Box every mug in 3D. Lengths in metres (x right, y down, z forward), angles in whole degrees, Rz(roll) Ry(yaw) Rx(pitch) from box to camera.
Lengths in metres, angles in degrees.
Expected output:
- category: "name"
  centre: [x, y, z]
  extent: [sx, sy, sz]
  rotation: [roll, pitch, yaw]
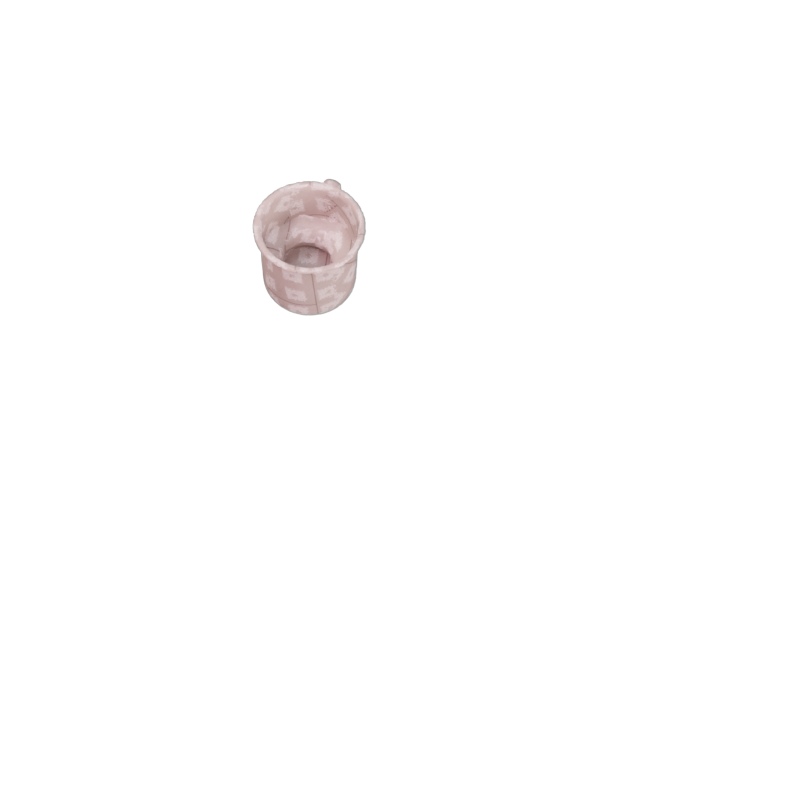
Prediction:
- category: "mug"
  centre: [-0.074, -0.135, 0.946]
  extent: [0.094, 0.123, 0.076]
  rotation: [13, -31, 6]
